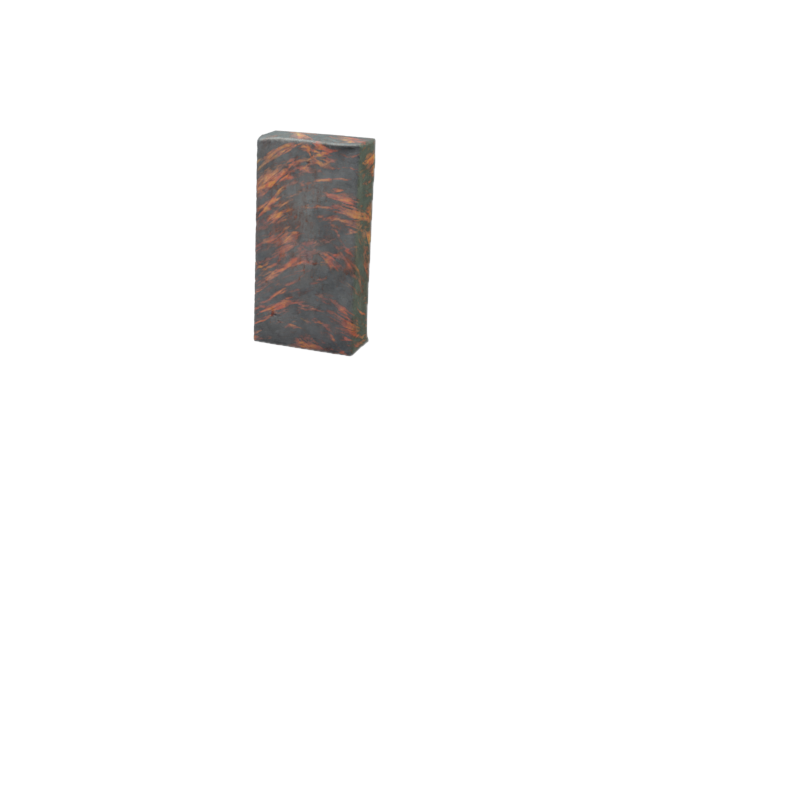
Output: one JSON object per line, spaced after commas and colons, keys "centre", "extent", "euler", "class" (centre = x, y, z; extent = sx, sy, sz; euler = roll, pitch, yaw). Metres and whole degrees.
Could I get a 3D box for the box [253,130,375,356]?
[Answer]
{"centre": [-0.072, -0.131, 0.917], "extent": [0.096, 0.170, 0.048], "euler": [8, 17, 20], "class": "box"}
